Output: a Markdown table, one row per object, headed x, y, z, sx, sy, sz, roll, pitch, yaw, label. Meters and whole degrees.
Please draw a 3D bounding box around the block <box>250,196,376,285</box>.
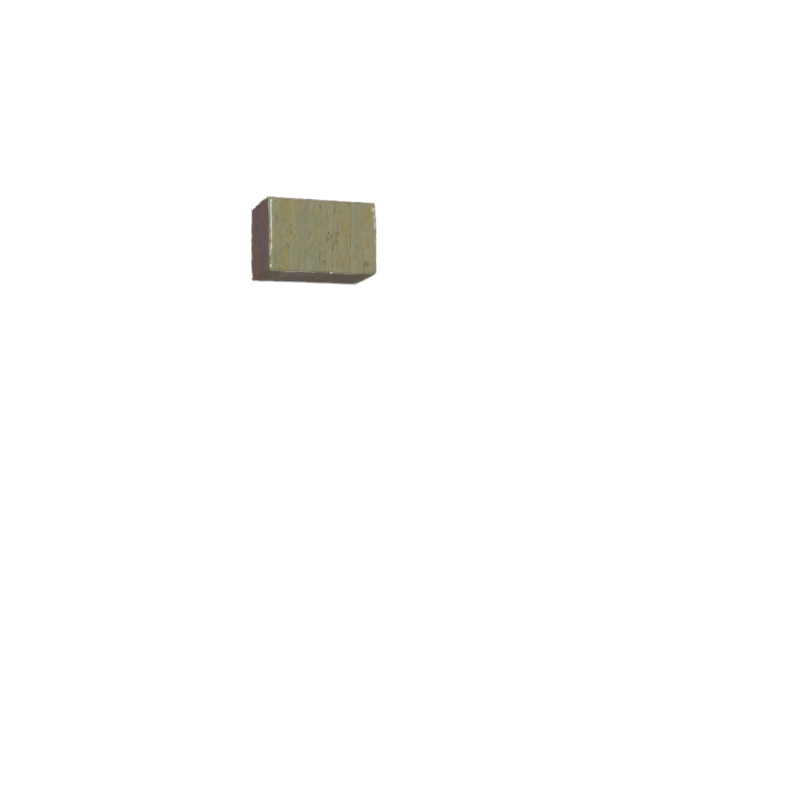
| x | y | z | sx | sy | sz | roll | pitch | yaw | label |
| --- | --- | --- | --- | --- | --- | --- | --- | --- | --- |
| -0.060 | -0.109 | 0.765 | 0.076 | 0.052 | 0.053 | 1 | -7 | -18 | block |
